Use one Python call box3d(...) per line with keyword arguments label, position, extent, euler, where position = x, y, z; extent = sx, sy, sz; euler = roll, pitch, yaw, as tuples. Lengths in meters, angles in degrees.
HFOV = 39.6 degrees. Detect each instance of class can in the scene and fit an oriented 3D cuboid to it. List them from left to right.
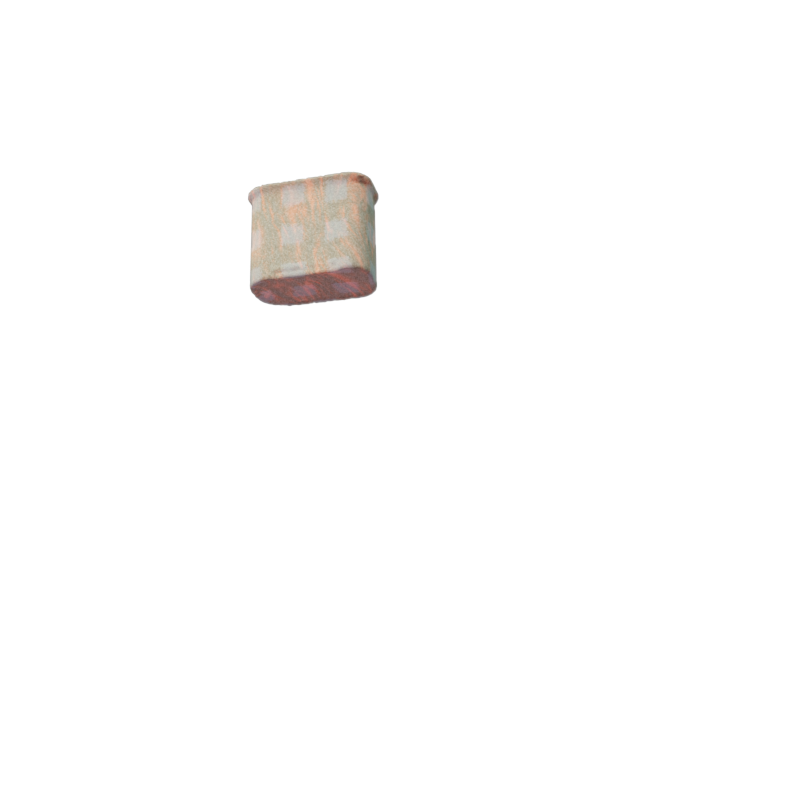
box3d(label="can", position=(-0.068, -0.124, 0.868), extent=(0.103, 0.089, 0.053), euler=(-7, -26, 13))
